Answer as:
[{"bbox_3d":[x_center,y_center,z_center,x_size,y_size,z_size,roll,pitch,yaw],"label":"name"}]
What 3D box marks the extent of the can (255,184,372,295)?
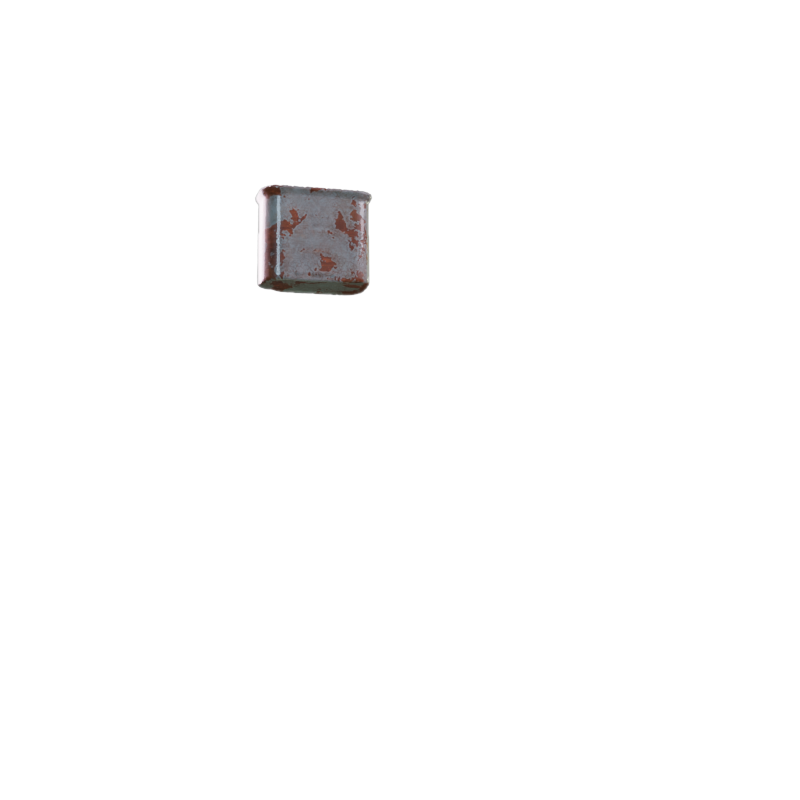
[{"bbox_3d":[-0.076,-0.140,0.978,0.100,0.087,0.057,2,-13,-14],"label":"can"}]
